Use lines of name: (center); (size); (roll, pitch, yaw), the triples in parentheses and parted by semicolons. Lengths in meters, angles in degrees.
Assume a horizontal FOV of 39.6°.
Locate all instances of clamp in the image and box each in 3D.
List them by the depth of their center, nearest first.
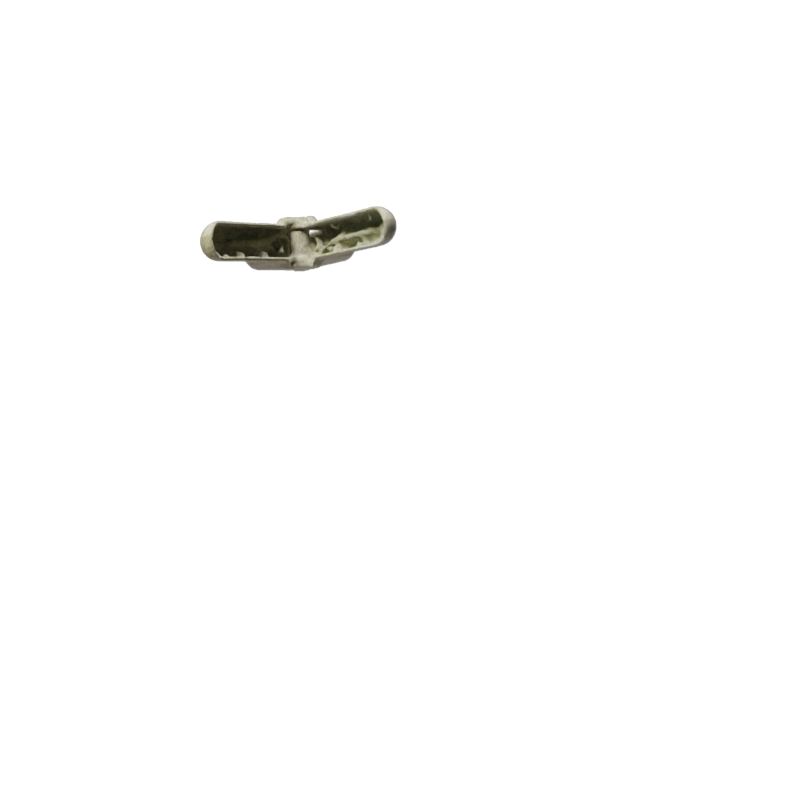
clamp: (-0.059, -0.107, 0.749); (0.121, 0.039, 0.171); (0, 6, 5)
